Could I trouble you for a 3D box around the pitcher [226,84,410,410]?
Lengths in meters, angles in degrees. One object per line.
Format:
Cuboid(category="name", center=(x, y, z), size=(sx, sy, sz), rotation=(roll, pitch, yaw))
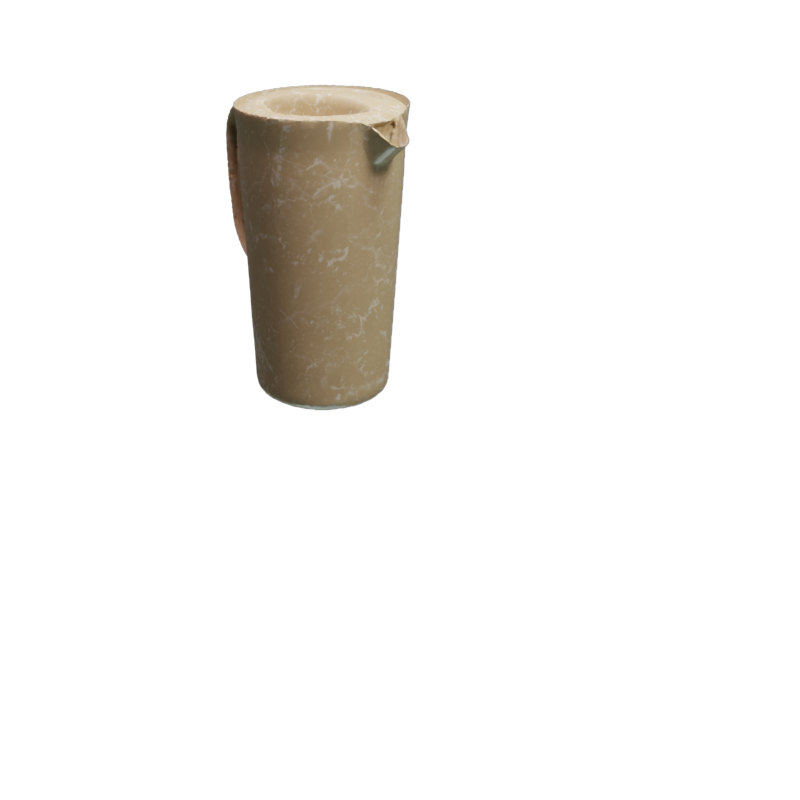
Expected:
Cuboid(category="pitcher", center=(-0.069, -0.125, 0.875), size=(0.145, 0.232, 0.156), rotation=(1, 22, -2))
